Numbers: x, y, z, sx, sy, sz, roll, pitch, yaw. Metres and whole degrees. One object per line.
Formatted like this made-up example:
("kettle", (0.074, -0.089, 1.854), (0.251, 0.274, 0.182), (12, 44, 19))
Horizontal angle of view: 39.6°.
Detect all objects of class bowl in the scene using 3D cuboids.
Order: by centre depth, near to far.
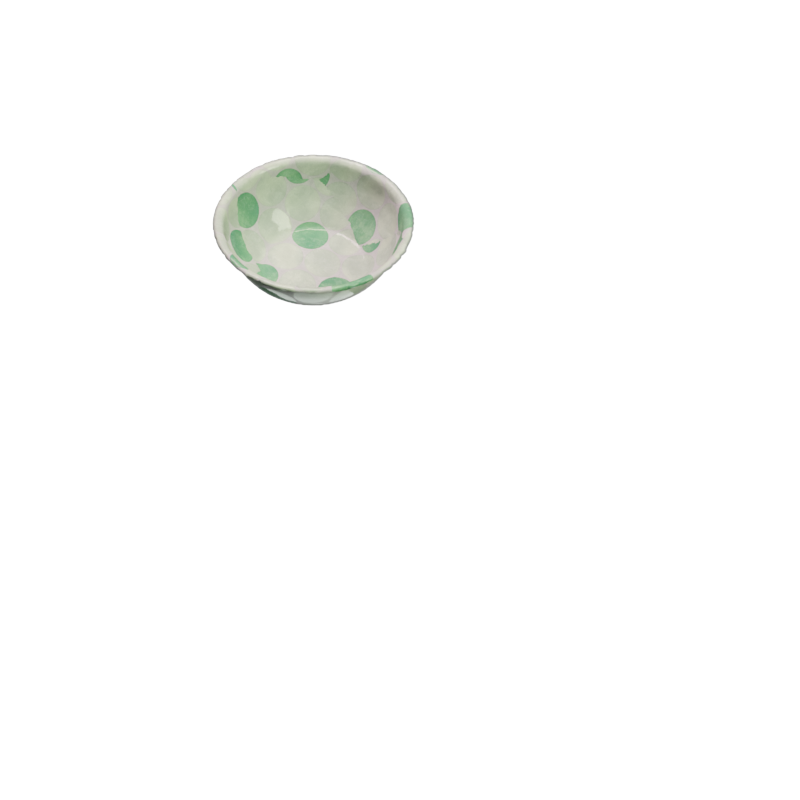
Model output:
("bowl", (-0.071, -0.130, 0.910), (0.162, 0.174, 0.051), (-1, -42, -1))
